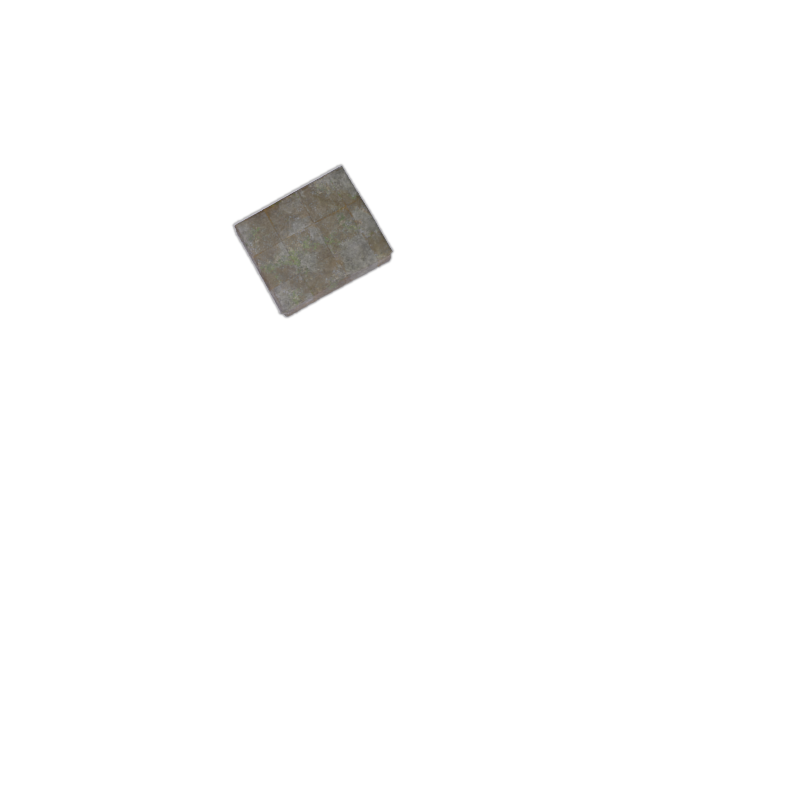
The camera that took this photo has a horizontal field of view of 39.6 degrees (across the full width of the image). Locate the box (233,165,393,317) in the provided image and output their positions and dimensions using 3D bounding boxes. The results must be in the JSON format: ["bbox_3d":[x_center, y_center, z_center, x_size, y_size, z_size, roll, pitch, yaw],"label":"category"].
[{"bbox_3d":[-0.061,-0.111,0.777,0.089,0.075,0.029,-29,-11,-7],"label":"box"}]
